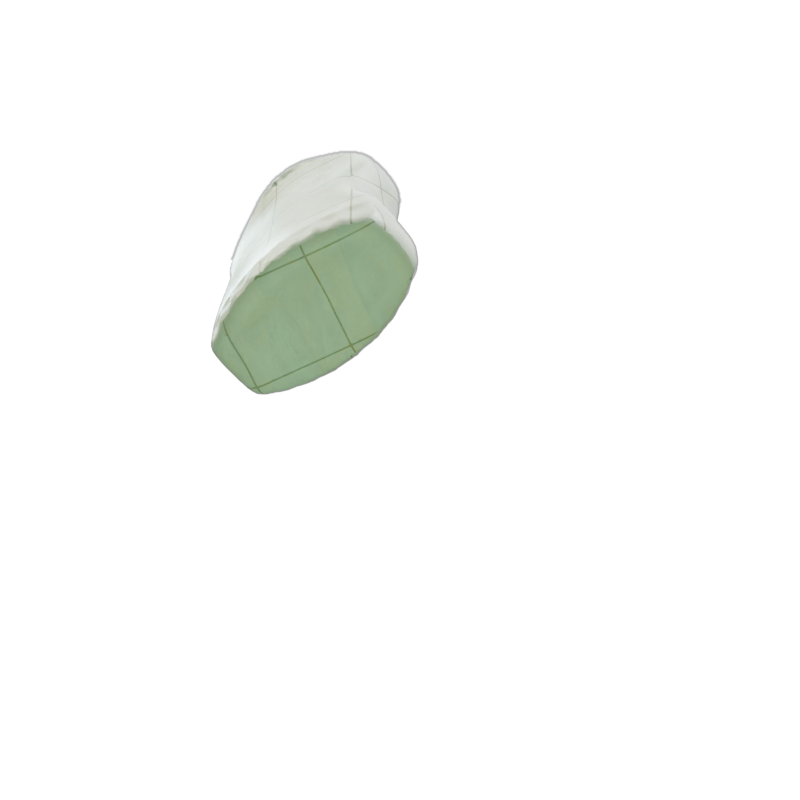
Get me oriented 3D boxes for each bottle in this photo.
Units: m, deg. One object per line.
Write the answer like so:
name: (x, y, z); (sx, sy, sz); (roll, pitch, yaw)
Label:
bottle: (-0.043, -0.079, 0.554); (0.095, 0.056, 0.201); (-40, 21, 13)
